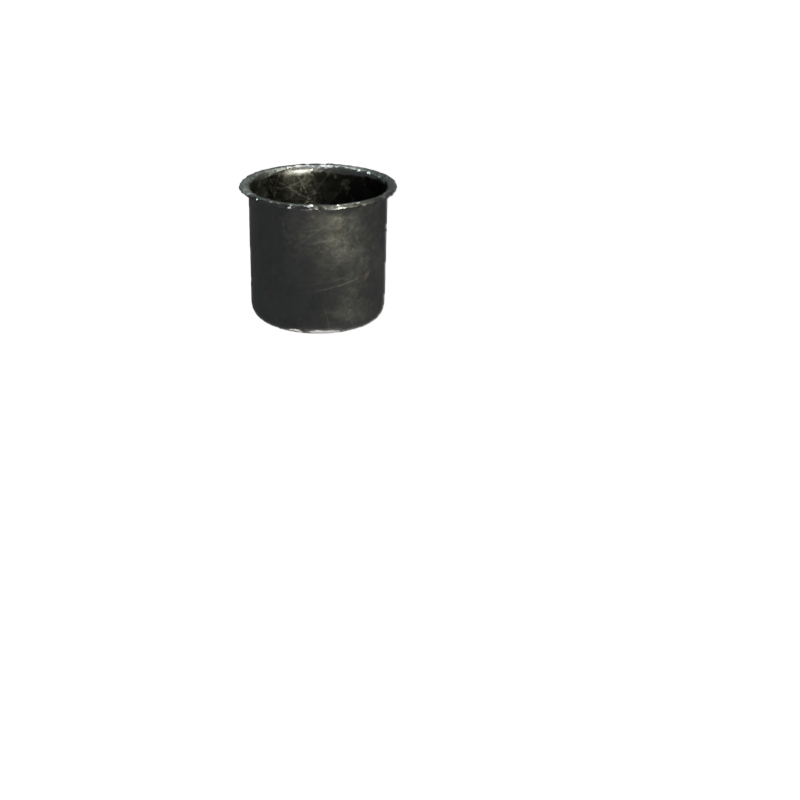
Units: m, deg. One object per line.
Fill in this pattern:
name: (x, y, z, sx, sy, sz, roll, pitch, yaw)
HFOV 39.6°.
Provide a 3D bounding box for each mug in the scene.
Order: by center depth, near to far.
mug: (-0.053, -0.097, 0.676, 0.092, 0.078, 0.125, -6, 25, -15)
